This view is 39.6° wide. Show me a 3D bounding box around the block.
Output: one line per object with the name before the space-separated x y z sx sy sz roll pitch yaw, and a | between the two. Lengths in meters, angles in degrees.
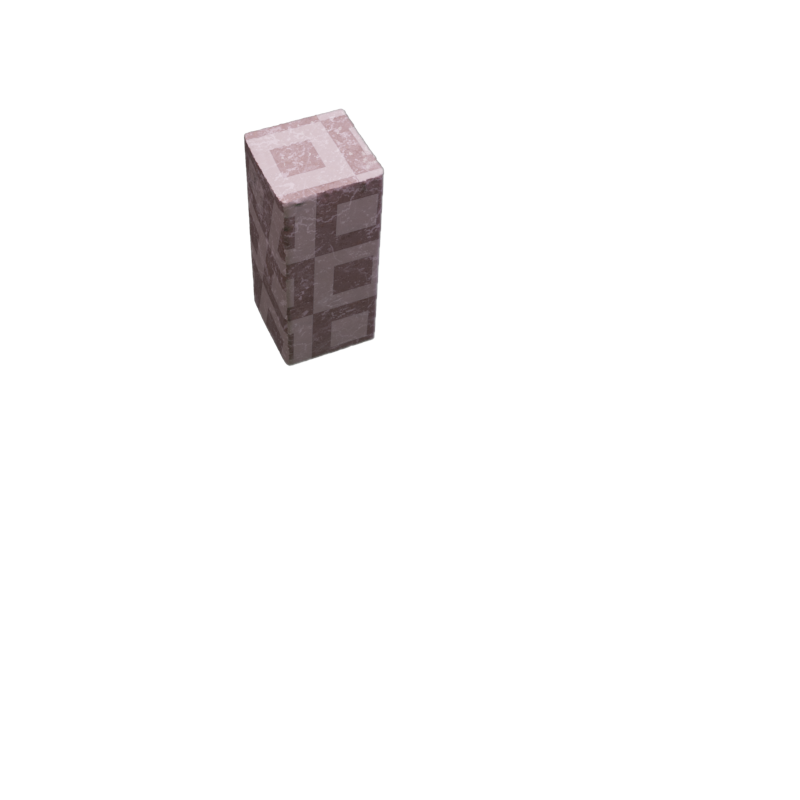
block | -0.075 -0.136 0.955 0.090 0.097 0.192 -17 -36 -17
